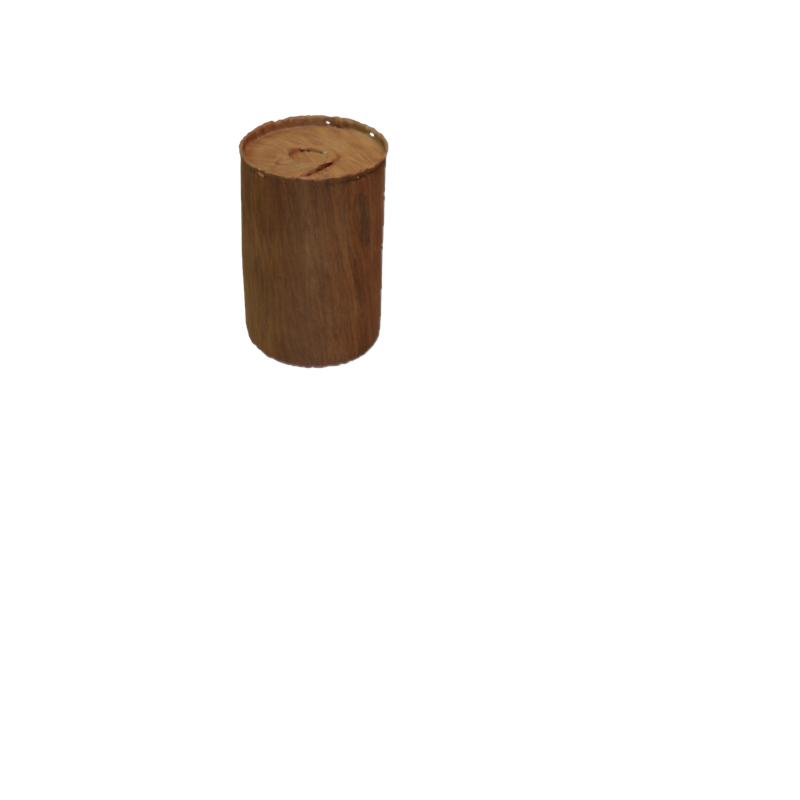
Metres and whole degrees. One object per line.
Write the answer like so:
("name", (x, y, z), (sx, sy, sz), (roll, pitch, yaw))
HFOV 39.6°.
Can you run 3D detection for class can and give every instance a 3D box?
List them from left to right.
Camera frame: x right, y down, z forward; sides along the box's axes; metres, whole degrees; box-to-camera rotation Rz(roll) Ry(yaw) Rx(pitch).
("can", (-0.041, -0.075, 0.527), (0.068, 0.096, 0.073), (0, 33, -3))
